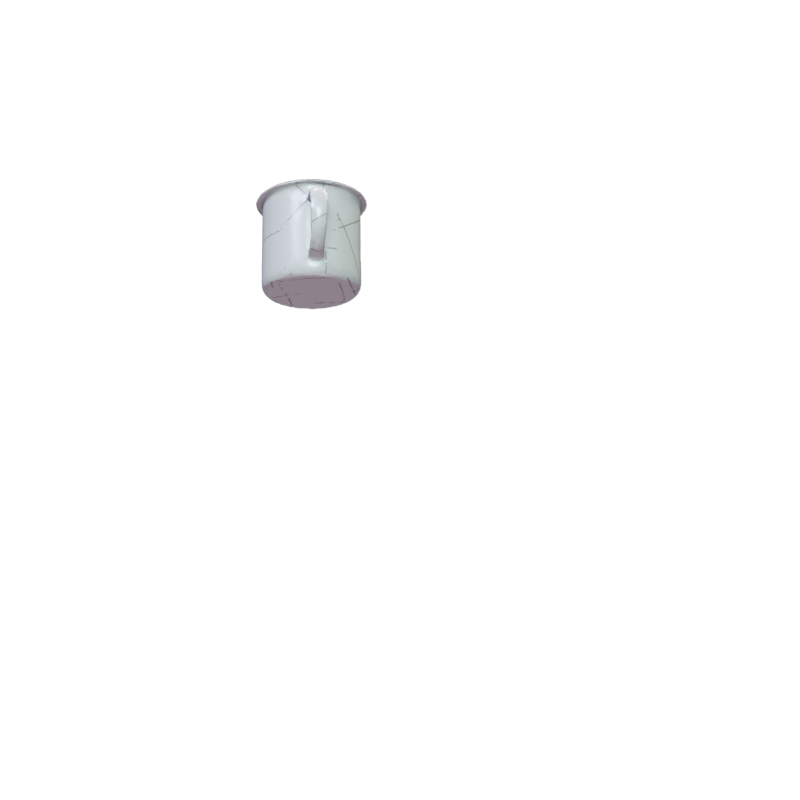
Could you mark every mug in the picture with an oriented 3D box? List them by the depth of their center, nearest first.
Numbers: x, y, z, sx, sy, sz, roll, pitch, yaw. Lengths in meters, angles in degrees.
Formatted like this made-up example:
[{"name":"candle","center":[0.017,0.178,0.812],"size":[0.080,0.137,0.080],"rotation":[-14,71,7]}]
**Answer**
[{"name":"mug","center":[-0.071,-0.130,0.907],"size":[0.092,0.086,0.113],"rotation":[3,-20,-10]}]
